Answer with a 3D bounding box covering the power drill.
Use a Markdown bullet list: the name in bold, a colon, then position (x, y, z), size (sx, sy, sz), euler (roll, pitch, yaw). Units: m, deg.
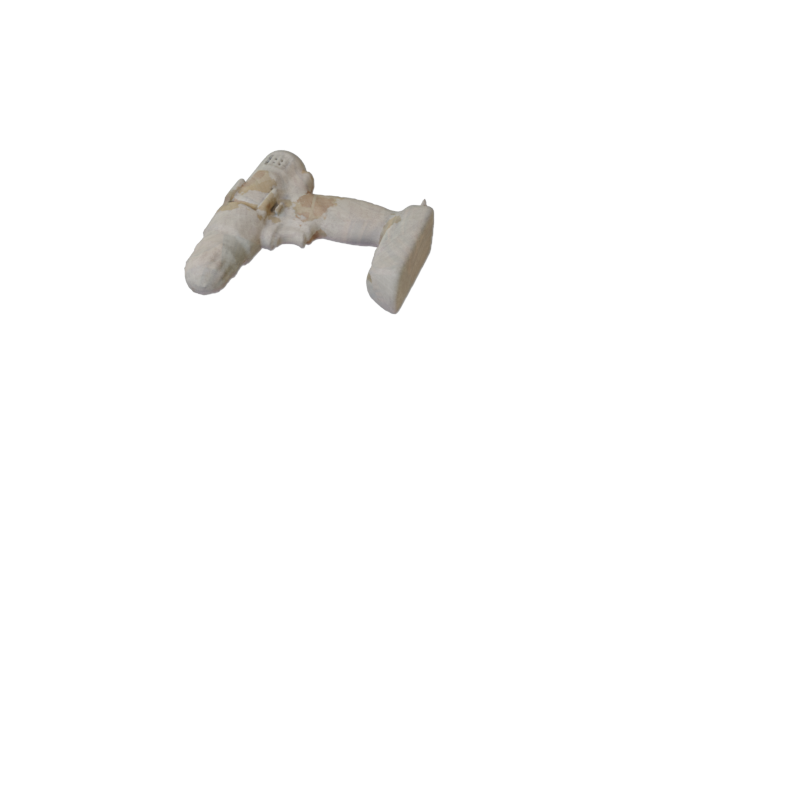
- **power drill**: position (-0.077, -0.140, 0.979), size (0.194, 0.192, 0.053), euler (18, -39, 15)
